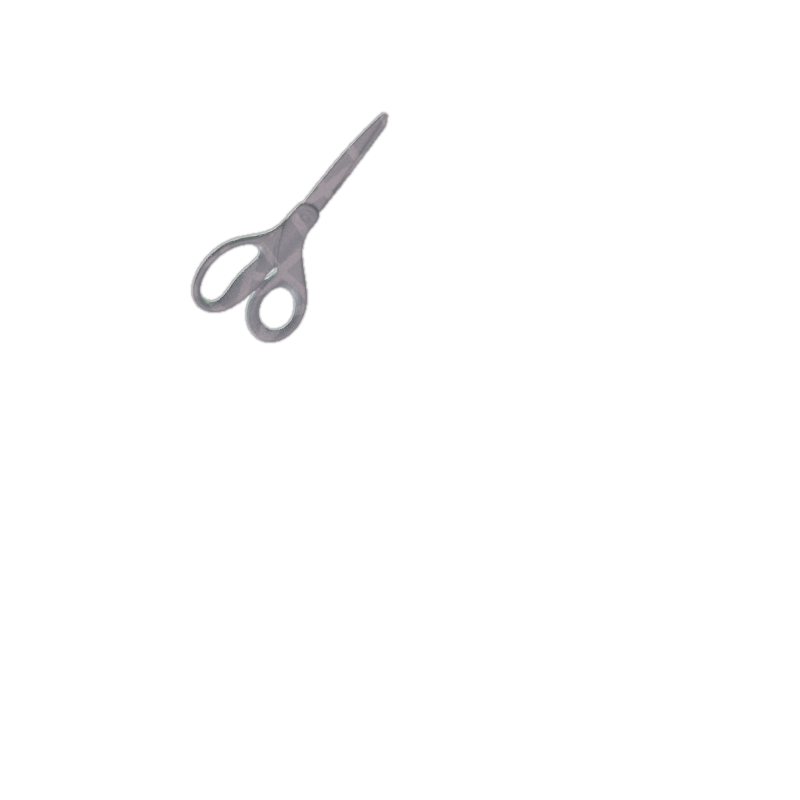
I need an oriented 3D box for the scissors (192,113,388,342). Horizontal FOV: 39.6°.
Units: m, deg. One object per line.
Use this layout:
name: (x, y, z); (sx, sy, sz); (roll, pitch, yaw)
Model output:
scissors: (-0.066, -0.120, 0.838); (0.201, 0.093, 0.016); (-34, 12, 8)
